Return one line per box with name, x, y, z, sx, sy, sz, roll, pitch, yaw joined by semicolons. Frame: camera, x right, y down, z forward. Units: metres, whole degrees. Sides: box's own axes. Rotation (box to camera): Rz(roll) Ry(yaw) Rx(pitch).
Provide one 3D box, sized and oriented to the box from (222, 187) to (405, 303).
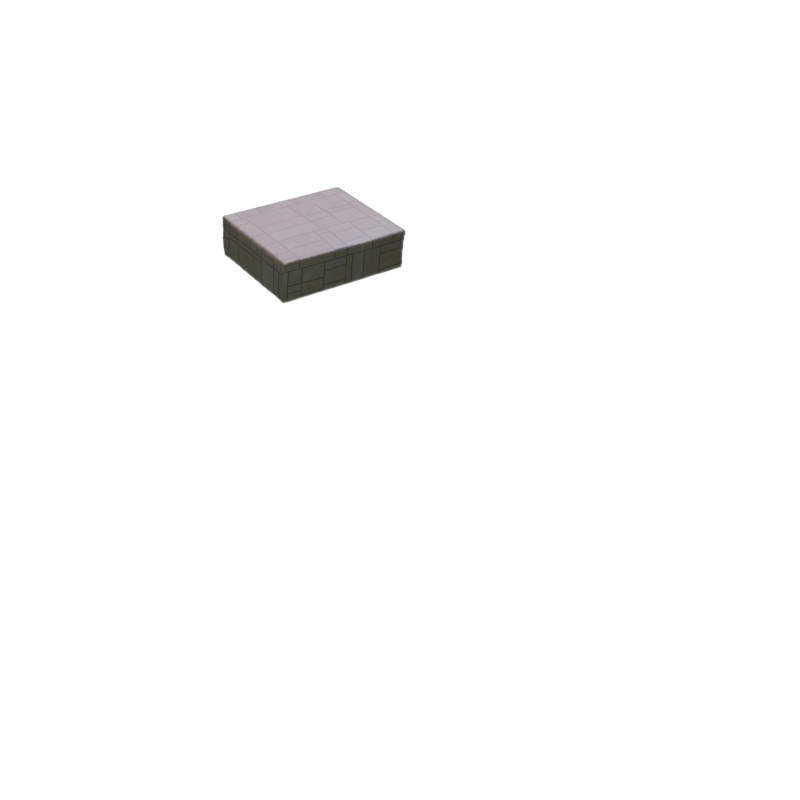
box;-0.067;-0.122;0.852;0.112;0.036;0.097;-22;40;-30
